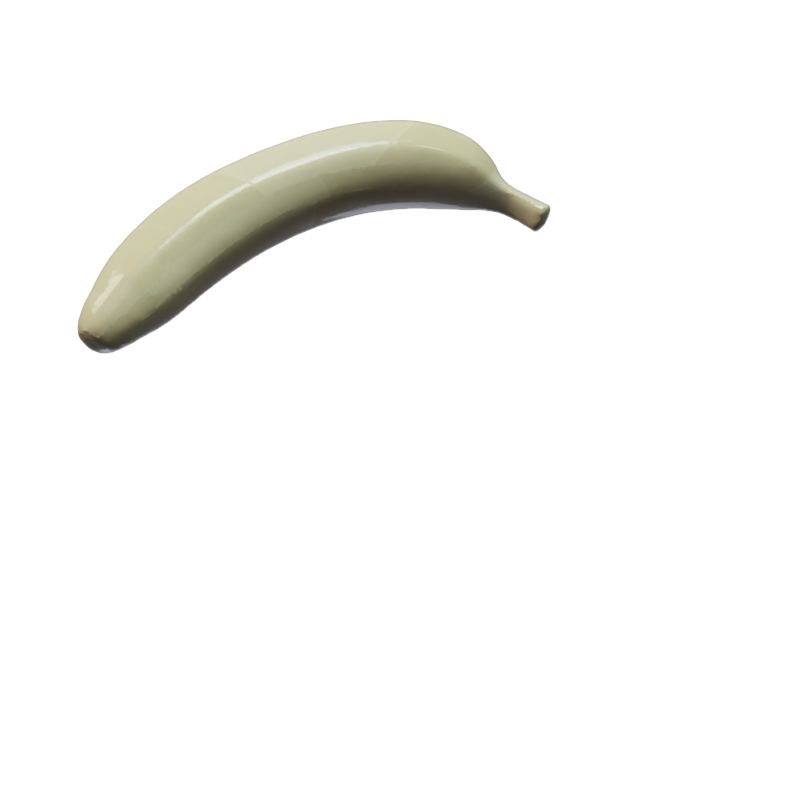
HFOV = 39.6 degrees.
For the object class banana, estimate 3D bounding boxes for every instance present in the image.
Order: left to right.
[{"bbox_3d":[-0.039,-0.075,0.441,0.196,0.034,0.075,-19,48,-18],"label":"banana"}]
